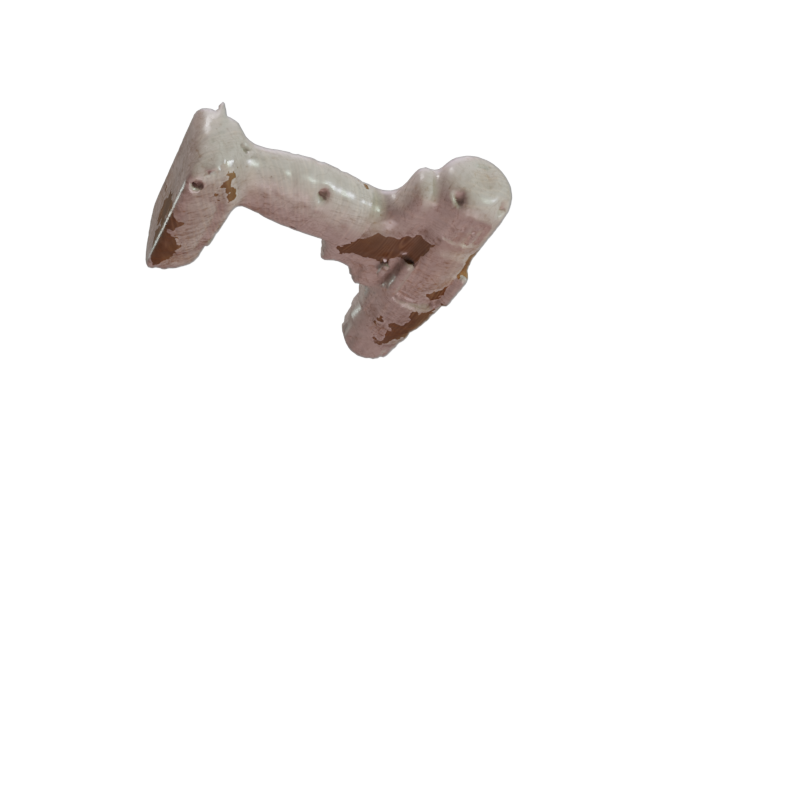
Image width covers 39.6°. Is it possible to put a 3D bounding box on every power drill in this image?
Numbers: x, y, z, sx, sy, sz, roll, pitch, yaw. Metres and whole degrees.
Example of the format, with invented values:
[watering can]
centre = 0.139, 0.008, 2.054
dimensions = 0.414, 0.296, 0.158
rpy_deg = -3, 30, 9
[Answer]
[power drill]
centre = -0.052, -0.094, 0.662
dimensions = 0.182, 0.061, 0.178
rpy_deg = 13, -36, -18
